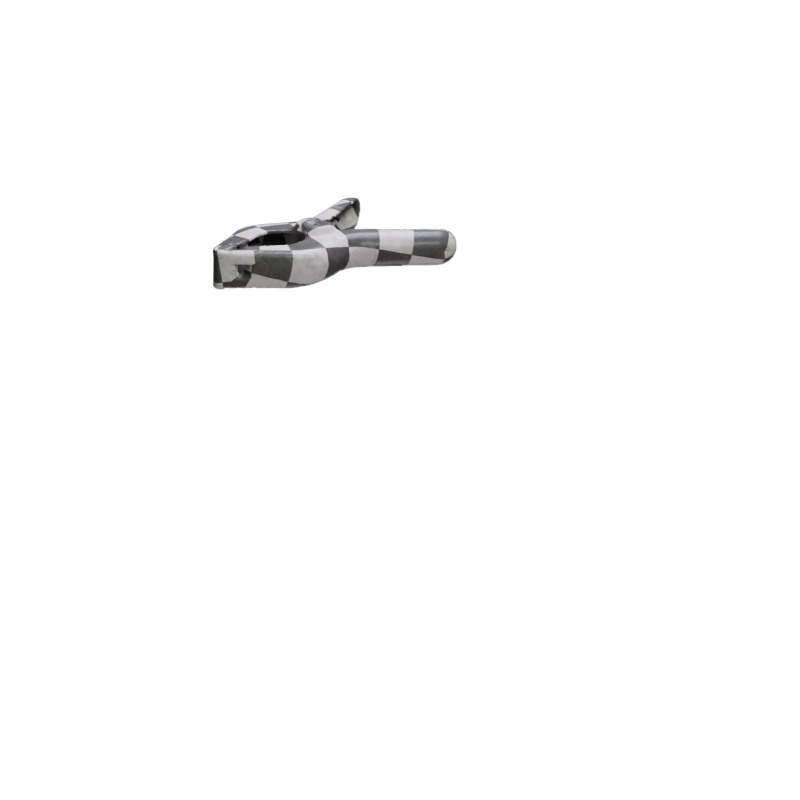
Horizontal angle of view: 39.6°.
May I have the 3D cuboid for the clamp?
[{"bbox_3d":[-0.061,-0.111,0.777,0.167,0.038,0.127,-11,21,-28],"label":"clamp"}]
